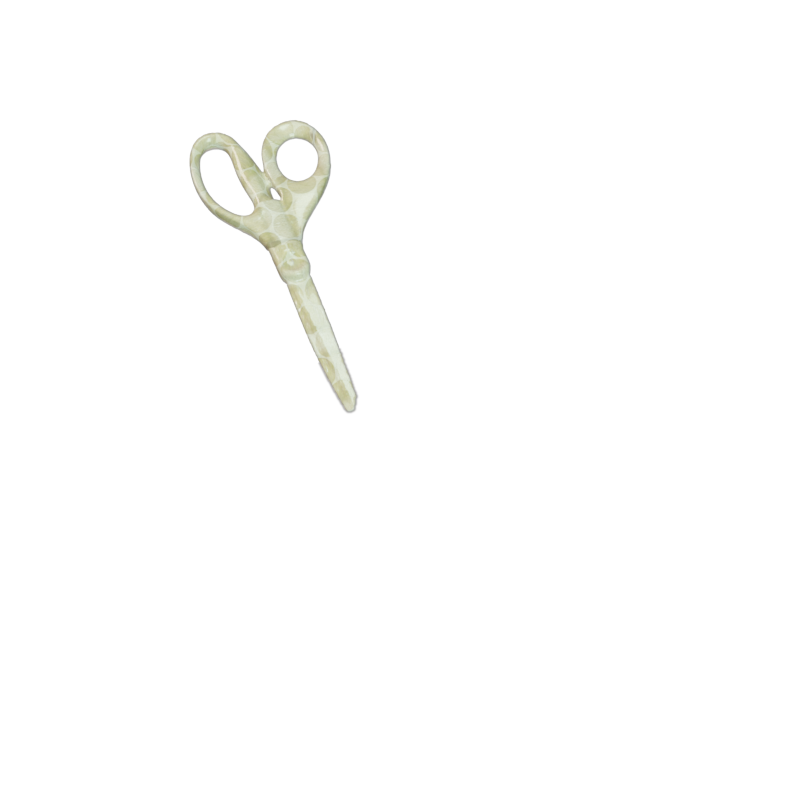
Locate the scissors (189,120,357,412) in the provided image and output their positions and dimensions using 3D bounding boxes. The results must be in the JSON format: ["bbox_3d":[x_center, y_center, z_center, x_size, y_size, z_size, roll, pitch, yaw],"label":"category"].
[{"bbox_3d":[-0.052,-0.096,0.669,0.096,0.213,0.015,-33,-23,-16],"label":"scissors"}]
